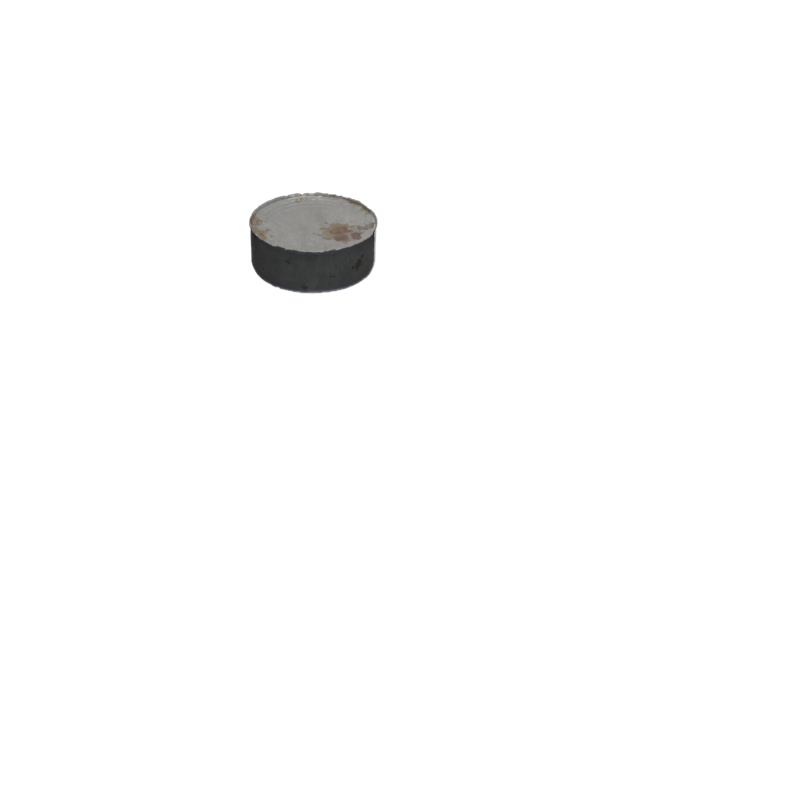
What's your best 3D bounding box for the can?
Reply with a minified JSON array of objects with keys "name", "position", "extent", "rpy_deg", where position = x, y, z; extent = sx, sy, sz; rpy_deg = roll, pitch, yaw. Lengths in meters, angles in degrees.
[{"name":"can","position":[-0.058,-0.107,0.747],"extent":[0.086,0.031,0.092],"rpy_deg":[-1,34,-2]}]
